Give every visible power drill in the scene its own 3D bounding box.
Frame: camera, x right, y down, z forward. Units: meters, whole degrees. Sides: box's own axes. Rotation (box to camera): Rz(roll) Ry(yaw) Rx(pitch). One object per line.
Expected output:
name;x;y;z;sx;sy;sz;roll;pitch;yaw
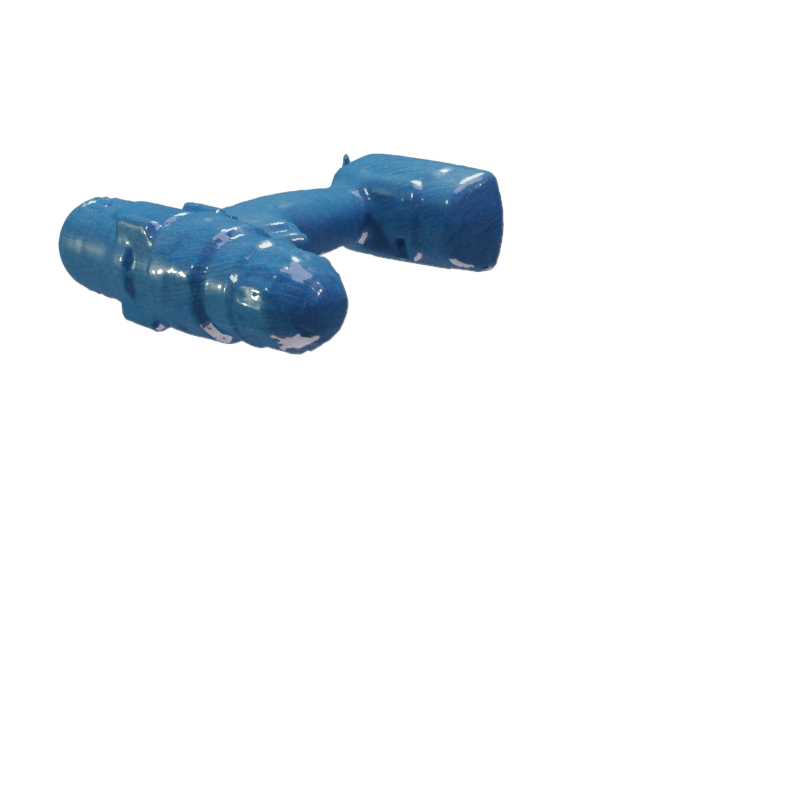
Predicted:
power drill;-0.040;-0.074;0.516;0.184;0.055;0.196;-17;26;-39
